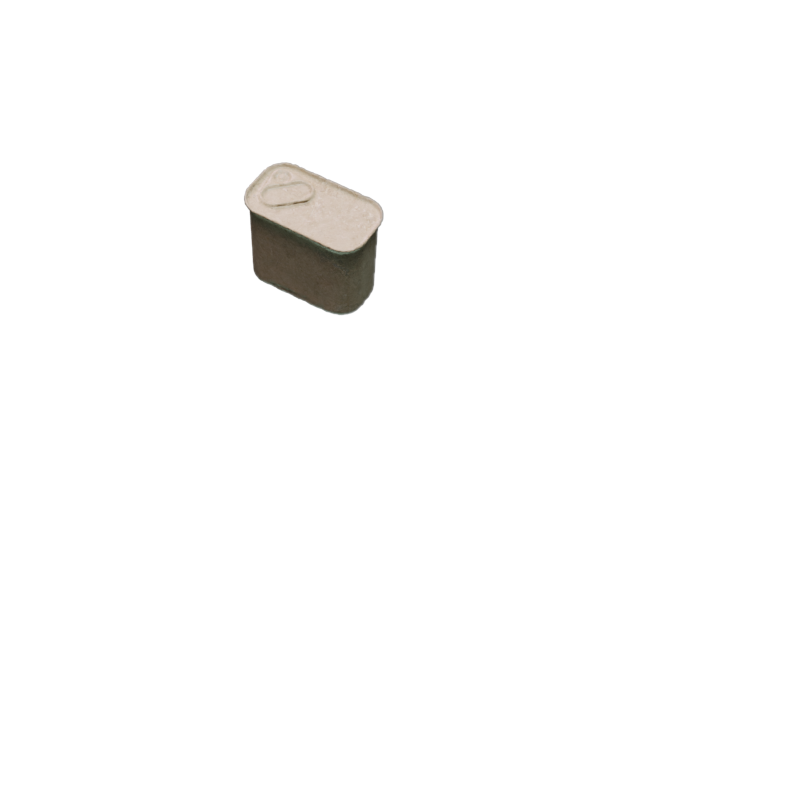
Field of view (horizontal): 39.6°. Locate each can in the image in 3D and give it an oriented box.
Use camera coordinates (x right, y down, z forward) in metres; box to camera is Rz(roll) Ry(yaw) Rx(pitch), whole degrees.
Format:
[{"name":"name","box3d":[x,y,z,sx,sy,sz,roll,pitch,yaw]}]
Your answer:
[{"name":"can","box3d":[-0.066,-0.120,0.840,0.106,0.059,0.078,27,-33,17]}]
